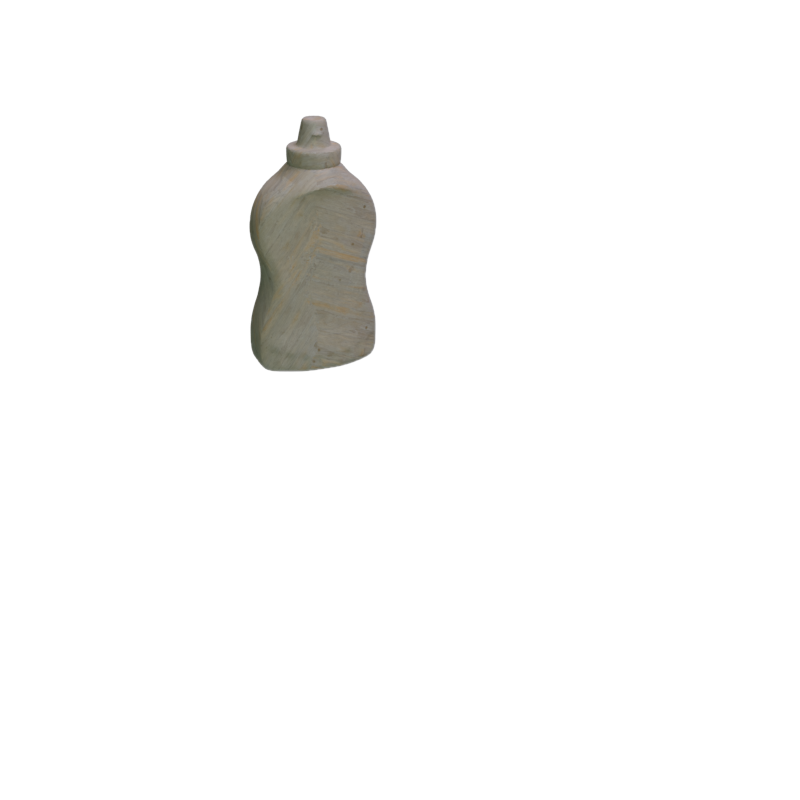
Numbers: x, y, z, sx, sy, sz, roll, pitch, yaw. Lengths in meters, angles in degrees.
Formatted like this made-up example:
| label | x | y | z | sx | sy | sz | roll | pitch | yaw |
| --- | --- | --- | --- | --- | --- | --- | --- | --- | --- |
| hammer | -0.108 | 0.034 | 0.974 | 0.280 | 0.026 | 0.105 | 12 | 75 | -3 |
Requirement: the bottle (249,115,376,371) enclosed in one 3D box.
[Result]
| label | x | y | z | sx | sy | sz | roll | pitch | yaw |
| --- | --- | --- | --- | --- | --- | --- | --- | --- | --- |
| bottle | -0.066 | -0.120 | 0.839 | 0.094 | 0.183 | 0.062 | -6 | 22 | -19 |
